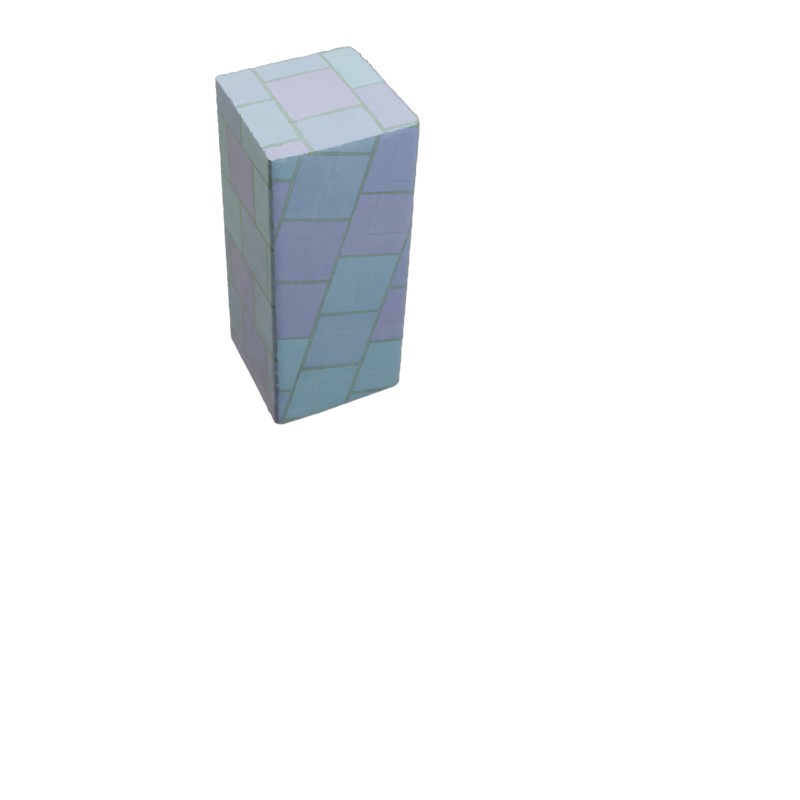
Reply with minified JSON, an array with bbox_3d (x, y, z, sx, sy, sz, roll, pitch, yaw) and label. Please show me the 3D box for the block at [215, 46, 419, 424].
[{"bbox_3d":[-0.052,-0.096,0.673,0.089,0.192,0.098,-16,47,-20],"label":"block"}]
